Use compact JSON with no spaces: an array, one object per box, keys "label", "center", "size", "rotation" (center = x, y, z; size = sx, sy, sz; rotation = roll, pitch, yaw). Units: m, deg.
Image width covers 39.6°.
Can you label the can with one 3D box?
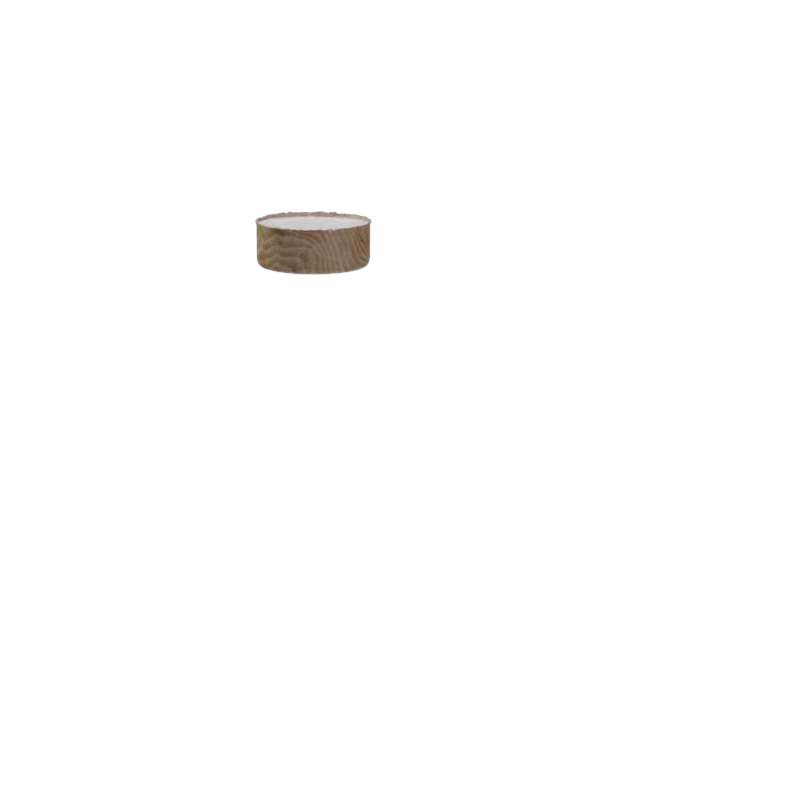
[{"label":"can","center":[-0.064,-0.117,0.823],"size":[0.086,0.032,0.089],"rotation":[-1,17,-2]}]
